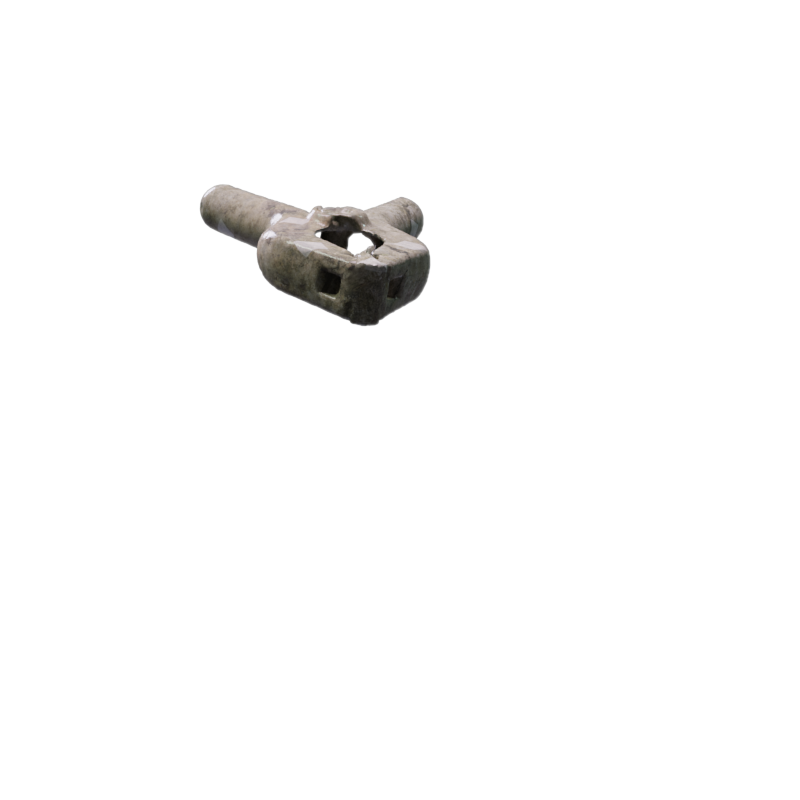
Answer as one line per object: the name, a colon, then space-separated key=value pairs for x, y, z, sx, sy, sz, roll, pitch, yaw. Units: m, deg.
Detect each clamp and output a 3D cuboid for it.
clamp: x=-0.042 y=-0.076 z=0.534 sx=0.120 sy=0.038 sz=0.178 roll=-1 pitch=18 yaw=-3
